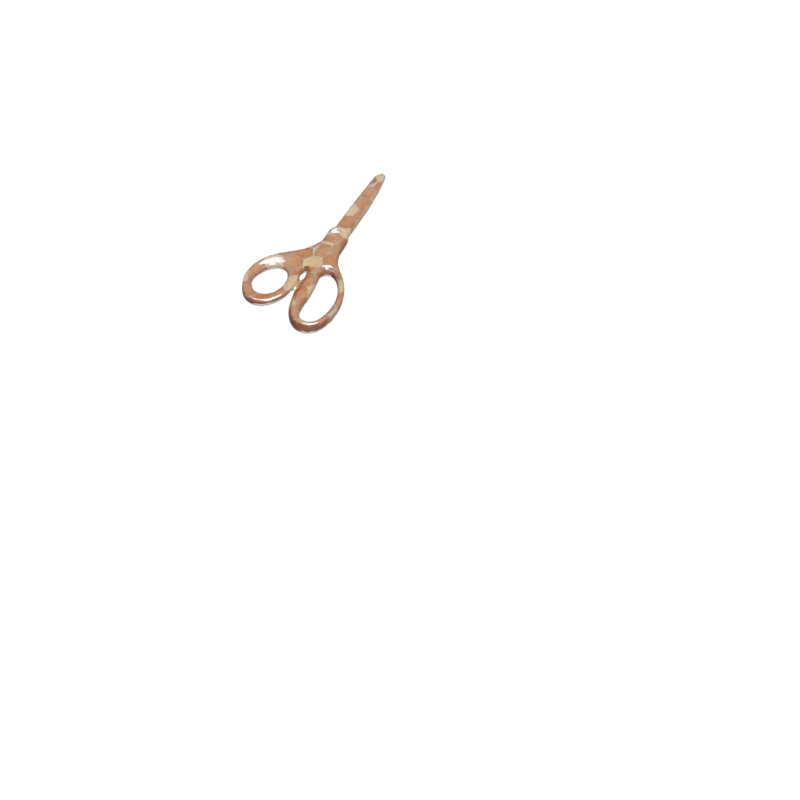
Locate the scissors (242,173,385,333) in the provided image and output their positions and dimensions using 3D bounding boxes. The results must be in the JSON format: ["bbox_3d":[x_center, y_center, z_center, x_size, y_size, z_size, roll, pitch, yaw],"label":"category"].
[{"bbox_3d":[-0.076,-0.139,0.975,0.097,0.214,0.015,7,-41,6],"label":"scissors"}]
